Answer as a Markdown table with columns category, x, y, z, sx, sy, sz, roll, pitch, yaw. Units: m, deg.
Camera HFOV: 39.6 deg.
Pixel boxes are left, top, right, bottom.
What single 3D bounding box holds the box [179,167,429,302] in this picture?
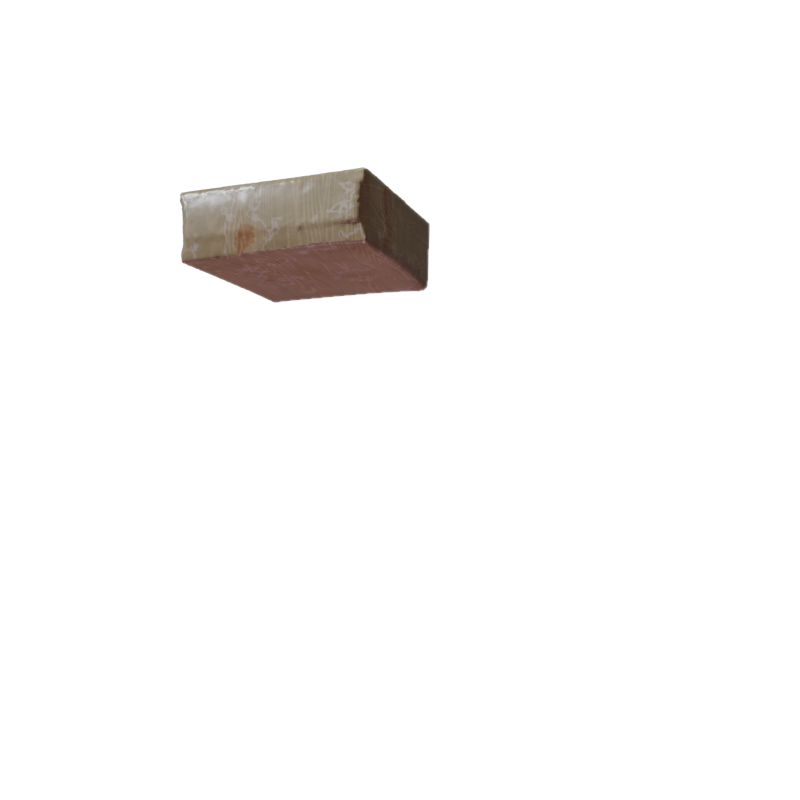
| category | x | y | z | sx | sy | sz | roll | pitch | yaw |
| --- | --- | --- | --- | --- | --- | --- | --- | --- | --- |
| box | -0.042 | -0.076 | 0.534 | 0.092 | 0.040 | 0.108 | -3 | -9 | 18 |
